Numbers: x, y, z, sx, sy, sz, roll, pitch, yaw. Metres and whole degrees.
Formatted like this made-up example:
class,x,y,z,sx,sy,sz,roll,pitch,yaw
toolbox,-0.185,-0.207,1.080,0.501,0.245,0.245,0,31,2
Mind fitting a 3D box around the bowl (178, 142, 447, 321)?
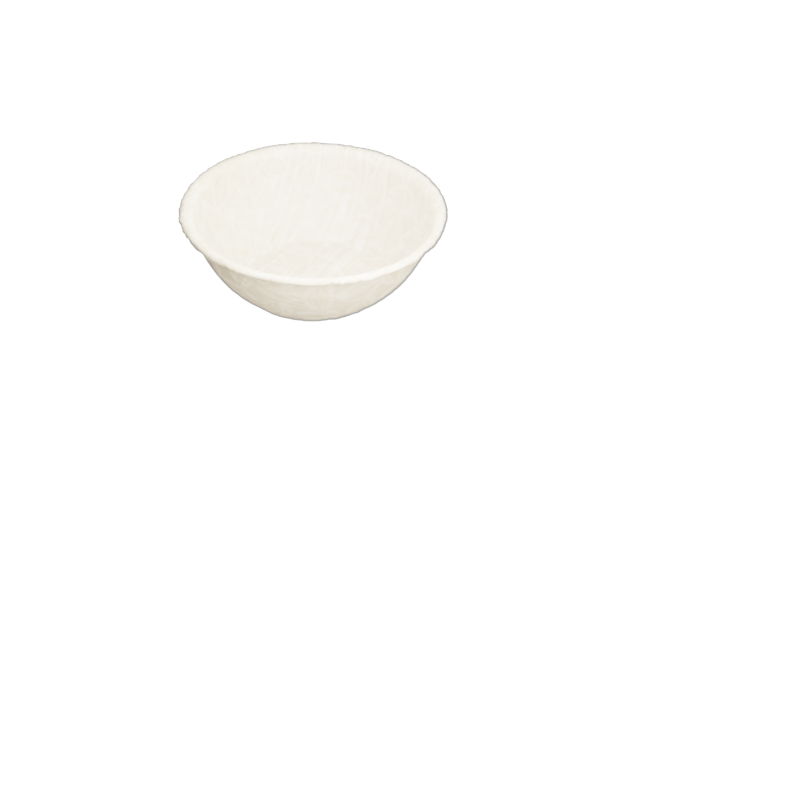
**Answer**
class,x,y,z,sx,sy,sz,roll,pitch,yaw
bowl,-0.053,-0.097,0.681,0.162,0.051,0.173,-1,38,-2
